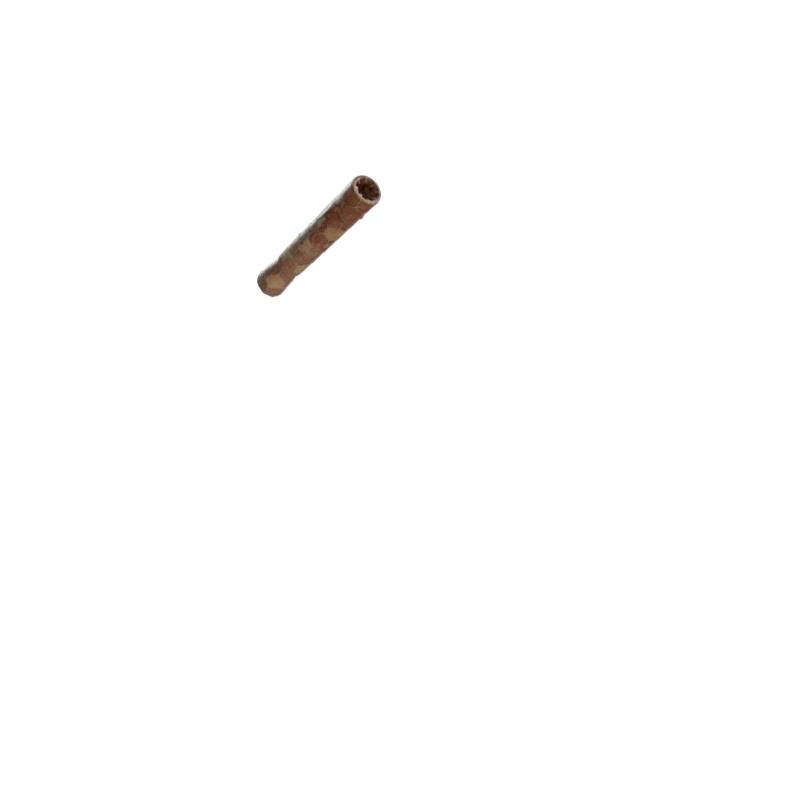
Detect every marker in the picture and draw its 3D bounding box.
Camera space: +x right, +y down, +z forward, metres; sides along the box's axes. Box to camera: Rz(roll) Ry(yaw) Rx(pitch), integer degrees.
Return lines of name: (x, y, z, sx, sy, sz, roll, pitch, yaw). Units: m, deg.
marker: (-0.050, -0.092, 0.644, 0.019, 0.021, 0.119, -2, -21, -37)
